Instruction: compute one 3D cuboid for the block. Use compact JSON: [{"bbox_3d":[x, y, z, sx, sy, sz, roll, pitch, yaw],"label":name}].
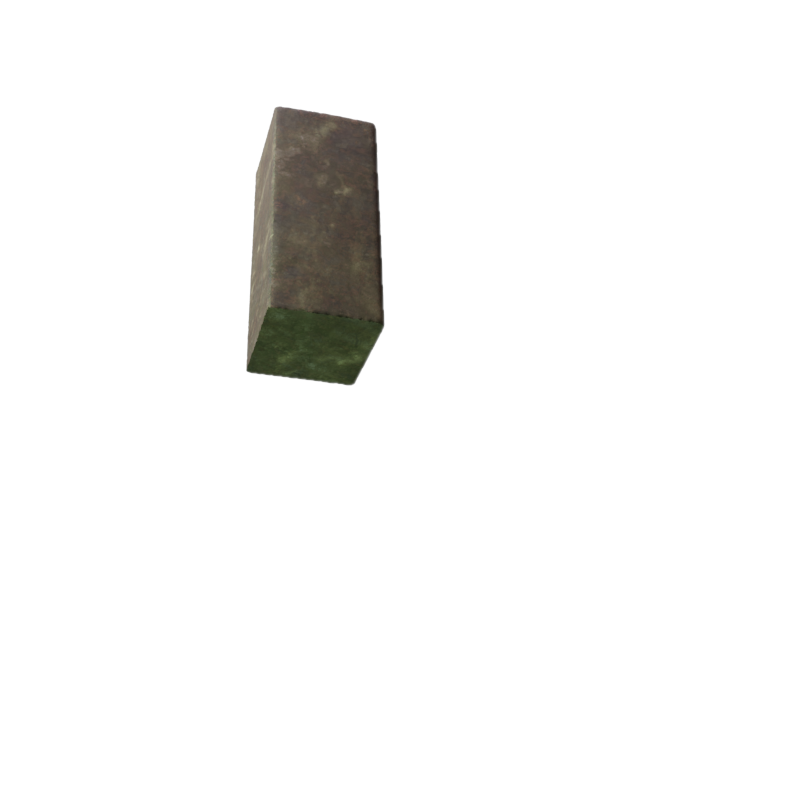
[{"bbox_3d":[-0.069,-0.128,0.896,0.088,0.221,0.086,8,-37,-14],"label":"block"}]
